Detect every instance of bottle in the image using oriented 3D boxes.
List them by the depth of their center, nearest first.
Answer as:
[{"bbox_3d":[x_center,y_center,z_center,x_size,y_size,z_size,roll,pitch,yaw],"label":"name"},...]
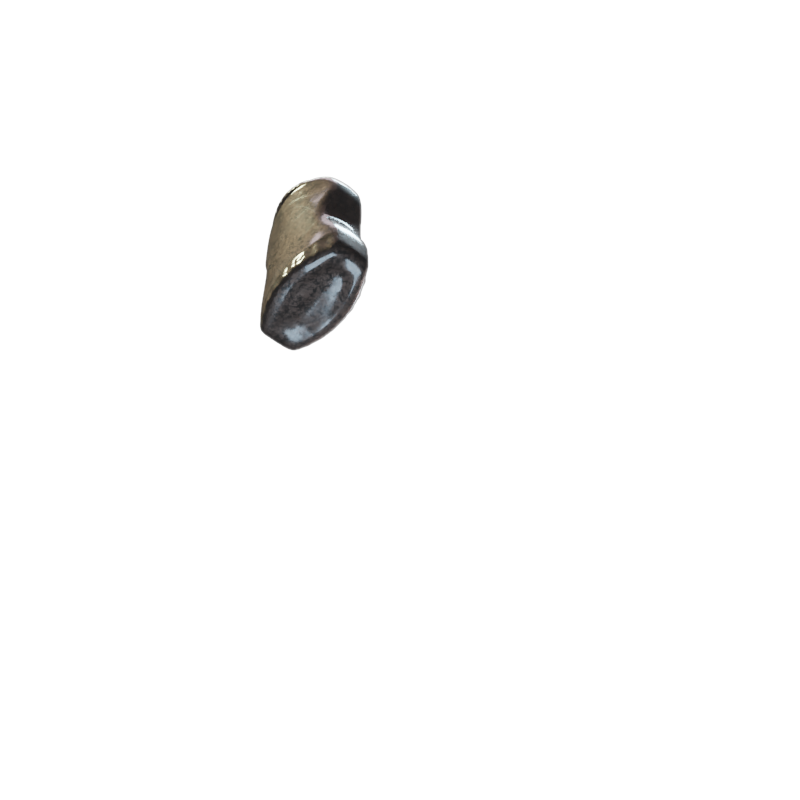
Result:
[{"bbox_3d":[-0.070,-0.127,0.889,0.056,0.094,0.204,31,26,-22],"label":"bottle"}]
